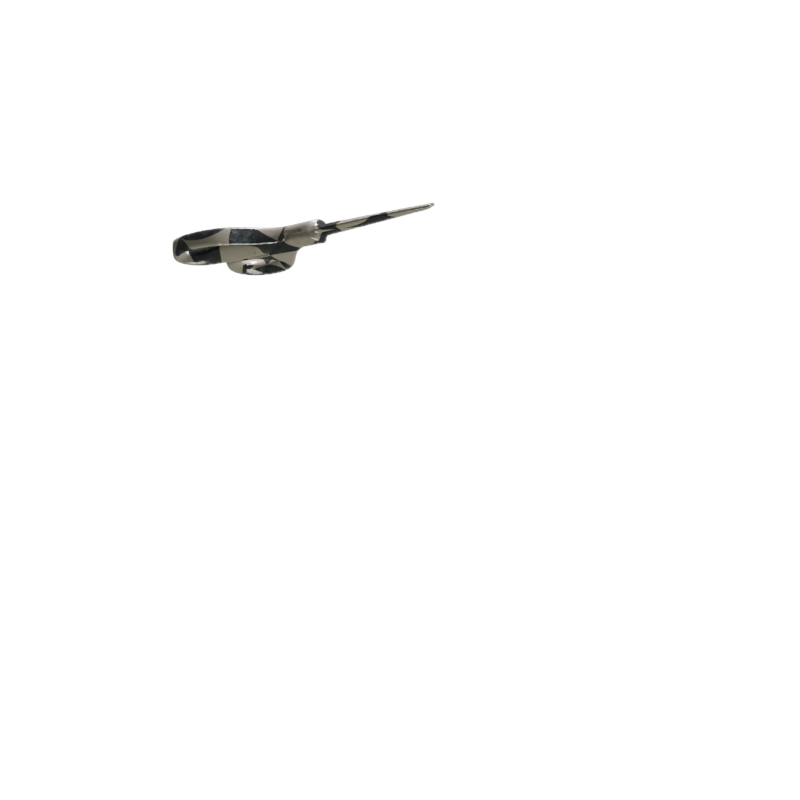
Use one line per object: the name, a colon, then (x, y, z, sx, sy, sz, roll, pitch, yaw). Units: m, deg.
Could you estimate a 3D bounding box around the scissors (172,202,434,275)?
scissors: (-0.060, -0.109, 0.763, 0.206, 0.016, 0.091, -3, -9, 22)
